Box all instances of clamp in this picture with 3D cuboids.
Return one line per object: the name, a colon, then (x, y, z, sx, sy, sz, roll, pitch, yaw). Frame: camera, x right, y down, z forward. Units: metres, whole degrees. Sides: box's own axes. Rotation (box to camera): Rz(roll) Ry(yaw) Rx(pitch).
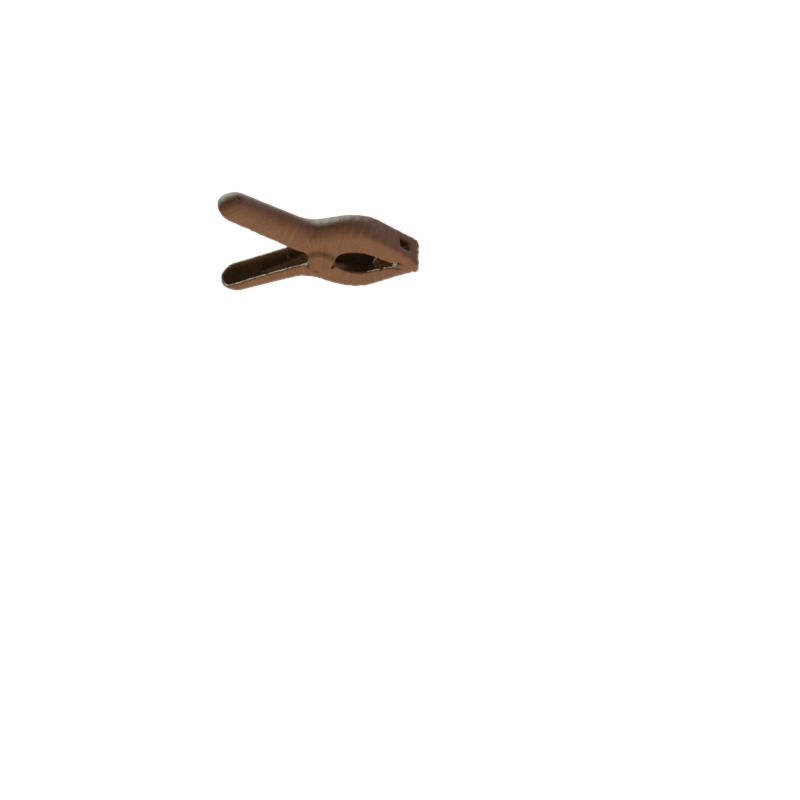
clamp: (-0.071, -0.129, 0.906, 0.172, 0.041, 0.113, -2, -24, 5)
